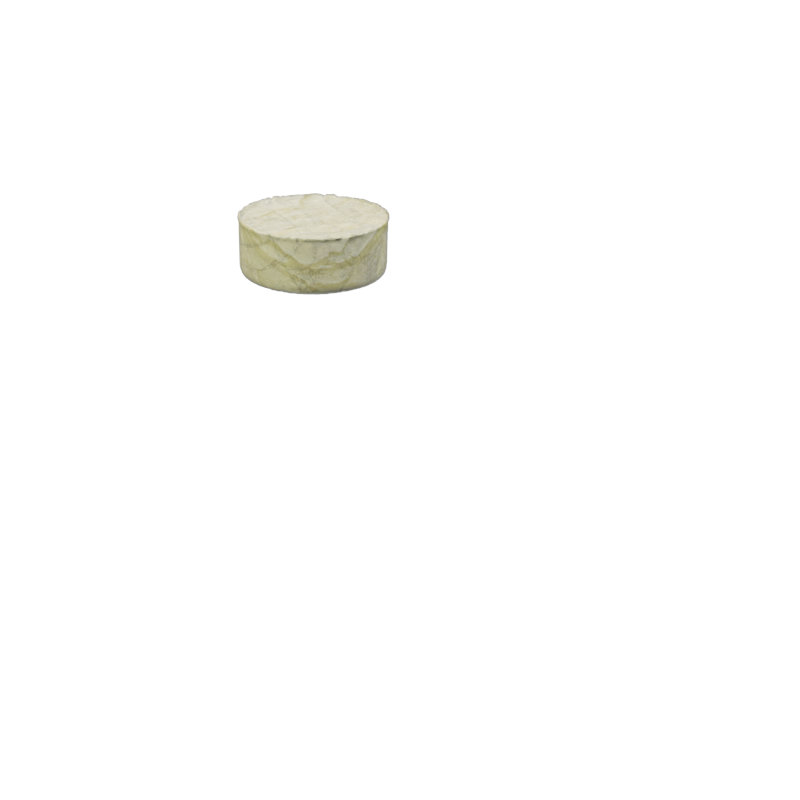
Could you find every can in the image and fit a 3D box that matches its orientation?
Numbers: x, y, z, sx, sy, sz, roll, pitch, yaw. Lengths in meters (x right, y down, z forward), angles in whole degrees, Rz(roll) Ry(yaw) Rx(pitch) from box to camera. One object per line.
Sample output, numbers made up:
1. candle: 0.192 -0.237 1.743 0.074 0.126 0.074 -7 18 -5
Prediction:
1. can: -0.049 -0.090 0.629 0.086 0.032 0.090 -1 25 -2
